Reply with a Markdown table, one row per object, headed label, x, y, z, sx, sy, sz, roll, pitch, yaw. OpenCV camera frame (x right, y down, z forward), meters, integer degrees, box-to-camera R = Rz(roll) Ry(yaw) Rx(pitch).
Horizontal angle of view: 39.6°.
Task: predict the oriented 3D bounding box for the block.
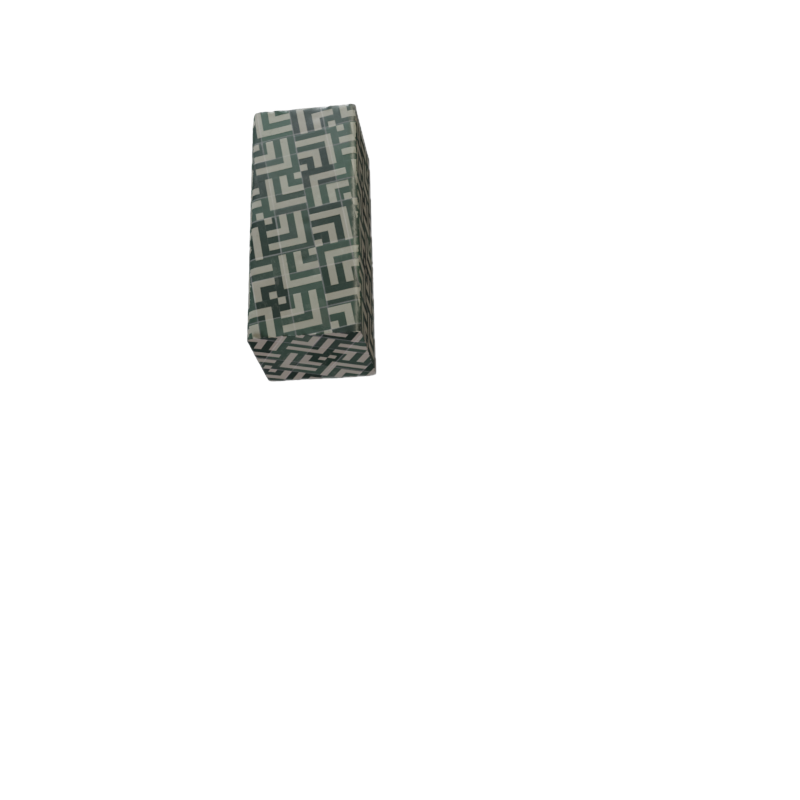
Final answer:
| label | x | y | z | sx | sy | sz | roll | pitch | yaw |
| --- | --- | --- | --- | --- | --- | --- | --- | --- | --- |
| block | -0.072 | -0.129 | 0.908 | 0.091 | 0.219 | 0.085 | -5 | -26 | 6 |
